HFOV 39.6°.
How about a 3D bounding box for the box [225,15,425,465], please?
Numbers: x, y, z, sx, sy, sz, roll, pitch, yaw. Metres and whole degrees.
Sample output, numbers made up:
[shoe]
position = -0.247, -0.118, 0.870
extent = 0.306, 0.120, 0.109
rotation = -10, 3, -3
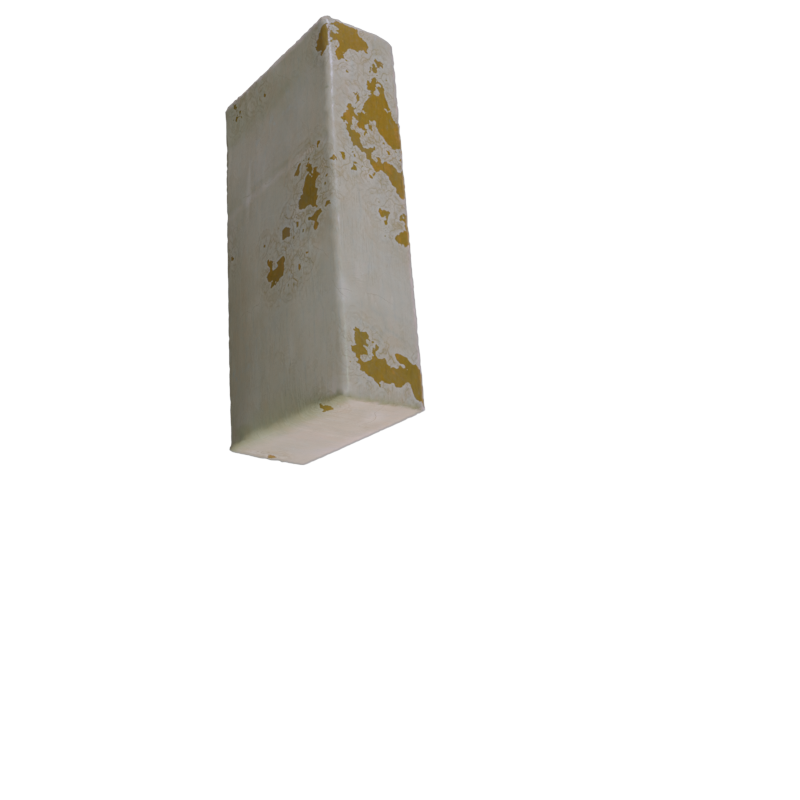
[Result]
[box]
position = -0.038, -0.070, 0.488
extent = 0.046, 0.186, 0.093
rotation = 16, -29, -33
